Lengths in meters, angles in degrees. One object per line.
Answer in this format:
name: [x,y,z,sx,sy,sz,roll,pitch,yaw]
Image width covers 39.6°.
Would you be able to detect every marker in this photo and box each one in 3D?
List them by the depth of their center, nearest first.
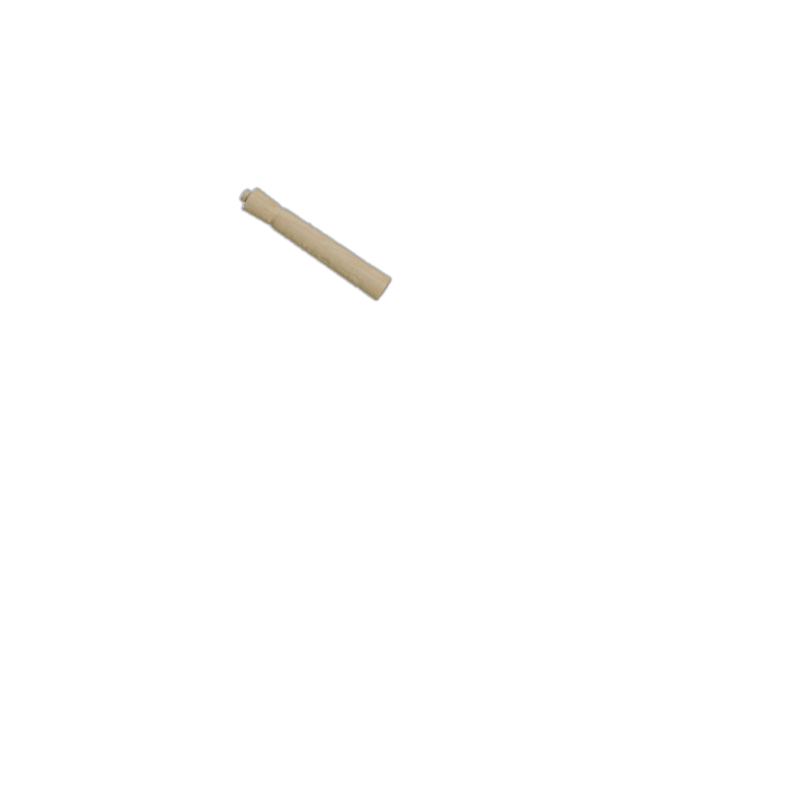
marker: [-0.061,-0.111,0.778,0.123,0.020,0.019,35,8,8]
